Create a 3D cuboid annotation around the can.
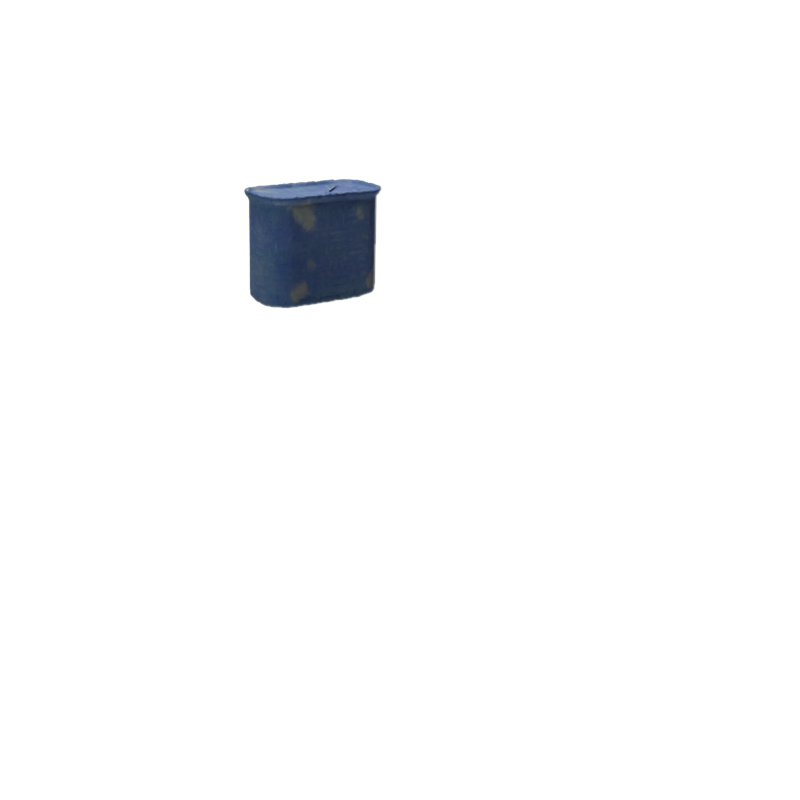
[{"bbox_3d":[-0.066,-0.120,0.840,0.099,0.081,0.061,-10,18,-31],"label":"can"}]
